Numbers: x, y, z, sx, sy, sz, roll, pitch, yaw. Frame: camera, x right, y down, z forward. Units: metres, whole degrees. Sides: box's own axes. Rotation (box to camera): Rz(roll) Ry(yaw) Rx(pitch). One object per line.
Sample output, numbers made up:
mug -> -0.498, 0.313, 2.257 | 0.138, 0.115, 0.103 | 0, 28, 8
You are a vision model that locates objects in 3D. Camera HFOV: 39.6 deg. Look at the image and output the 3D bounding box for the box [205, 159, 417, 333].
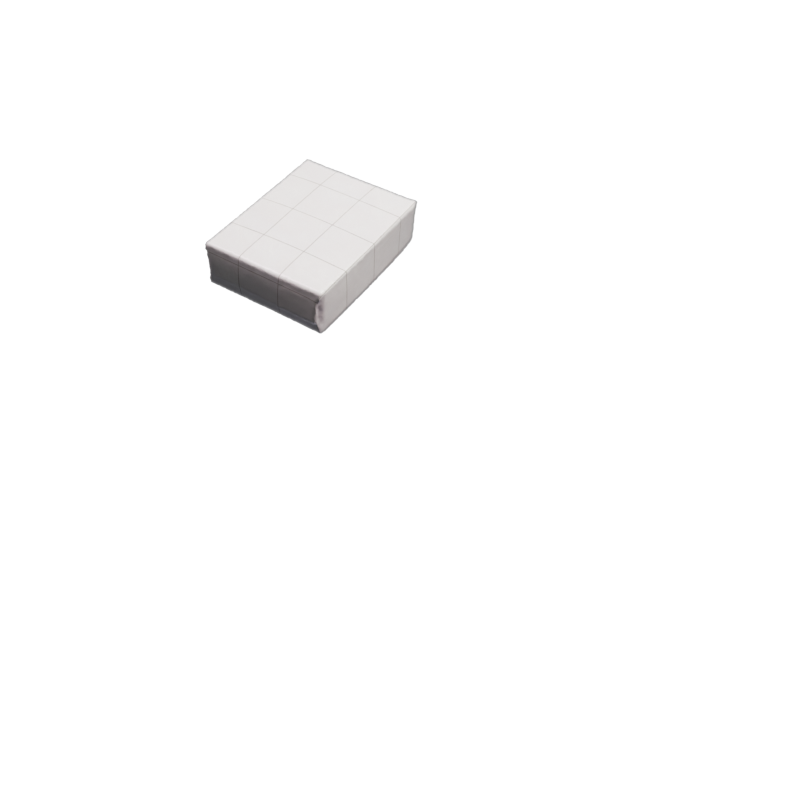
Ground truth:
box -> -0.056, -0.102, 0.715 | 0.094, 0.036, 0.116 | 24, 48, 23
